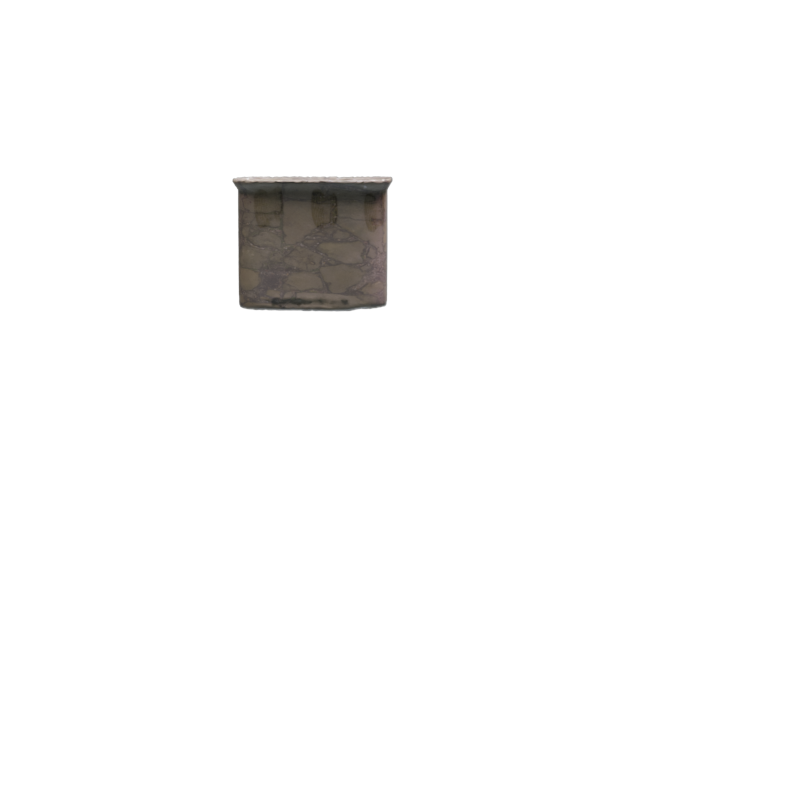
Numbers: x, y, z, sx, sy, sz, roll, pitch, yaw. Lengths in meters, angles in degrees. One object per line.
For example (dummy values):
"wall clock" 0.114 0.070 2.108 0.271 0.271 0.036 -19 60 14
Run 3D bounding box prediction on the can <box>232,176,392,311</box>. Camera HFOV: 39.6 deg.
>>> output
"can" -0.057 -0.103 0.721 0.103 0.082 0.058 1 8 5
